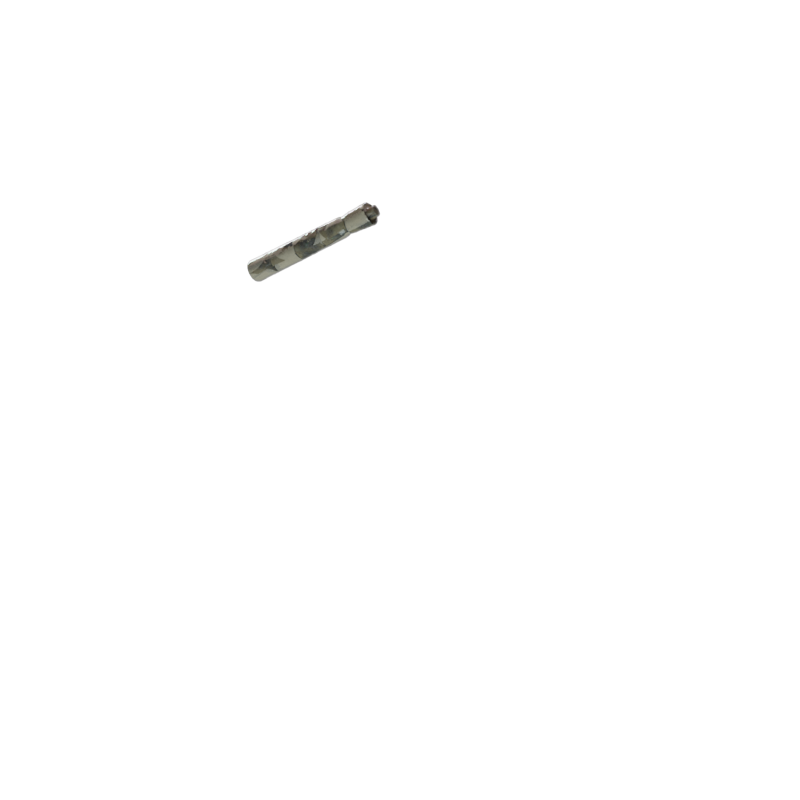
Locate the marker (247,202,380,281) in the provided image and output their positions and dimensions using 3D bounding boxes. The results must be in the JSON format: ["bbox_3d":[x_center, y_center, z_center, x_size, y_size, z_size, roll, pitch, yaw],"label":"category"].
[{"bbox_3d":[-0.067,-0.123,0.859,0.121,0.020,0.019,-22,-7,29],"label":"marker"}]
